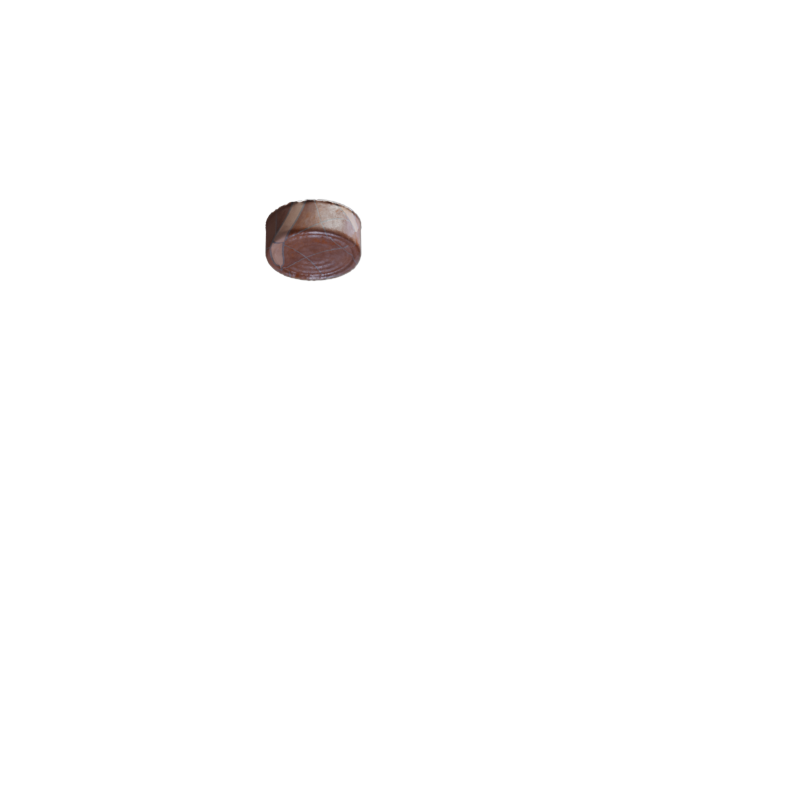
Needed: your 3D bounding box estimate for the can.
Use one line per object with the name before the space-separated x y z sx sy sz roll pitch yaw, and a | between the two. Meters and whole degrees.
can | -0.076 -0.139 0.976 0.086 0.036 0.081 1 -27 -2
